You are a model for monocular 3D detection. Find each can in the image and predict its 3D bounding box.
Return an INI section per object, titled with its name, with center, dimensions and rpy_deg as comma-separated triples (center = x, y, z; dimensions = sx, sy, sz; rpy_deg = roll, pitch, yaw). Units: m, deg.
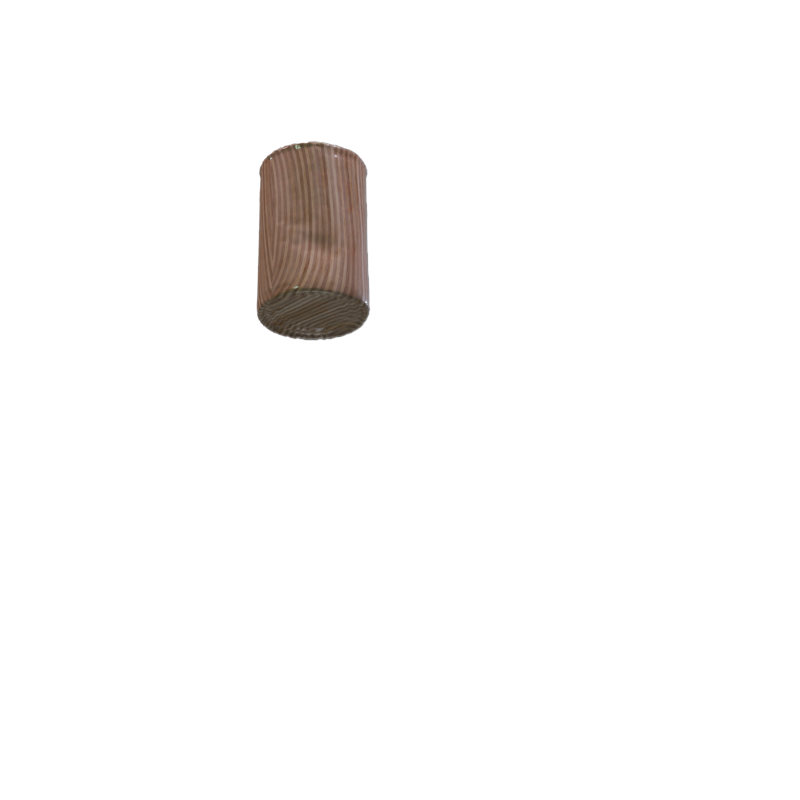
[can]
center = -0.053, -0.096, 0.673
dimensions = 0.068, 0.109, 0.065
rpy_deg = 0, -27, -2
